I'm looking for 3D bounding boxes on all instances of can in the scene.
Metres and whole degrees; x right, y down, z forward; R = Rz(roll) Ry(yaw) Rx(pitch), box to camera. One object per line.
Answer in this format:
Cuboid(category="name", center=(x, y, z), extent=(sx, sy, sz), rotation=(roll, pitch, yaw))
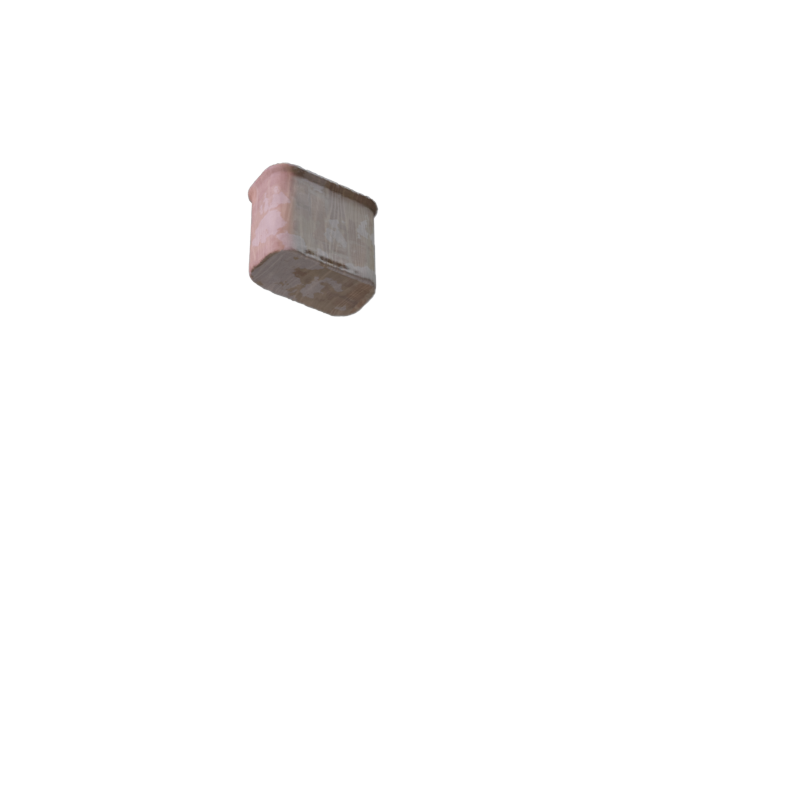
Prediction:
Cuboid(category="can", center=(-0.066, -0.121, 0.846), extent=(0.097, 0.090, 0.056), rotation=(20, -41, -27))
